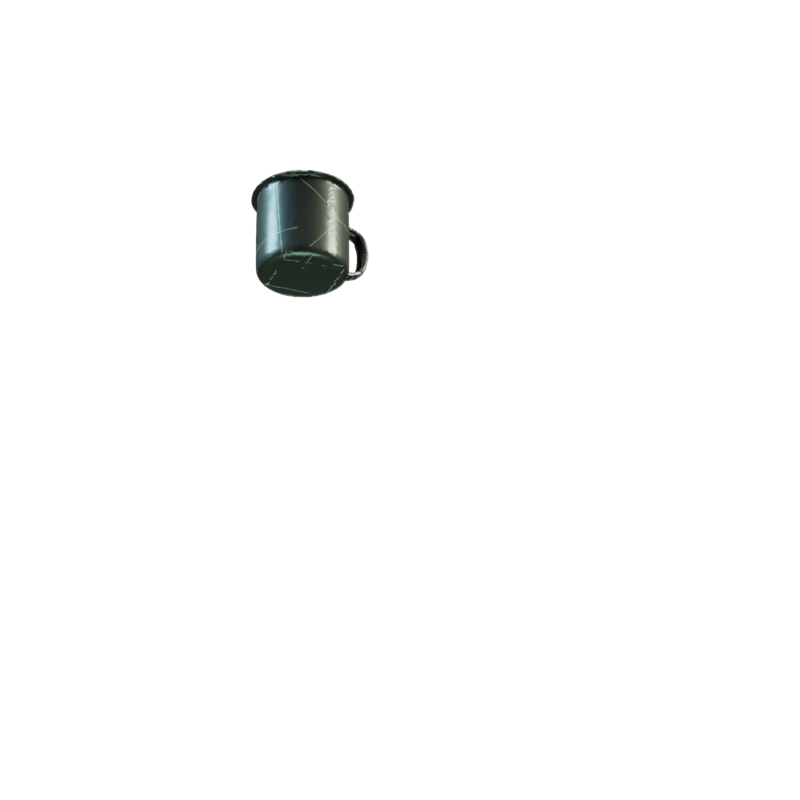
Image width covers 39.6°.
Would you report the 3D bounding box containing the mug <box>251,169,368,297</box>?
[{"bbox_3d":[-0.077,-0.140,0.984,0.110,0.087,0.093,21,-35,-35],"label":"mug"}]
